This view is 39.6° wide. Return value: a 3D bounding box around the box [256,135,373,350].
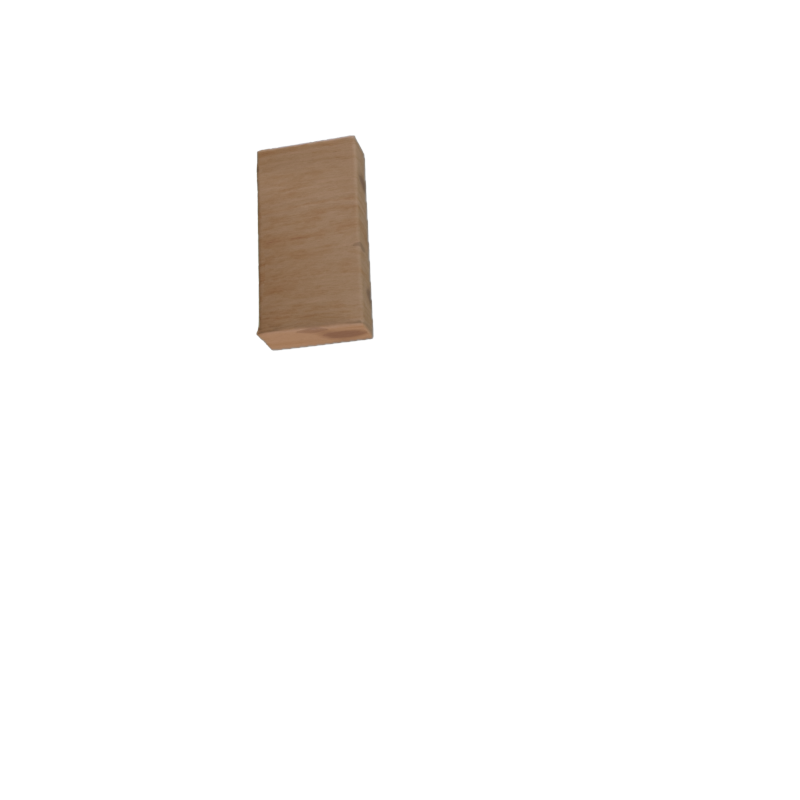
[{"bbox_3d":[-0.074,-0.136,0.951,0.094,0.186,0.045,-7,-25,13],"label":"box"}]
